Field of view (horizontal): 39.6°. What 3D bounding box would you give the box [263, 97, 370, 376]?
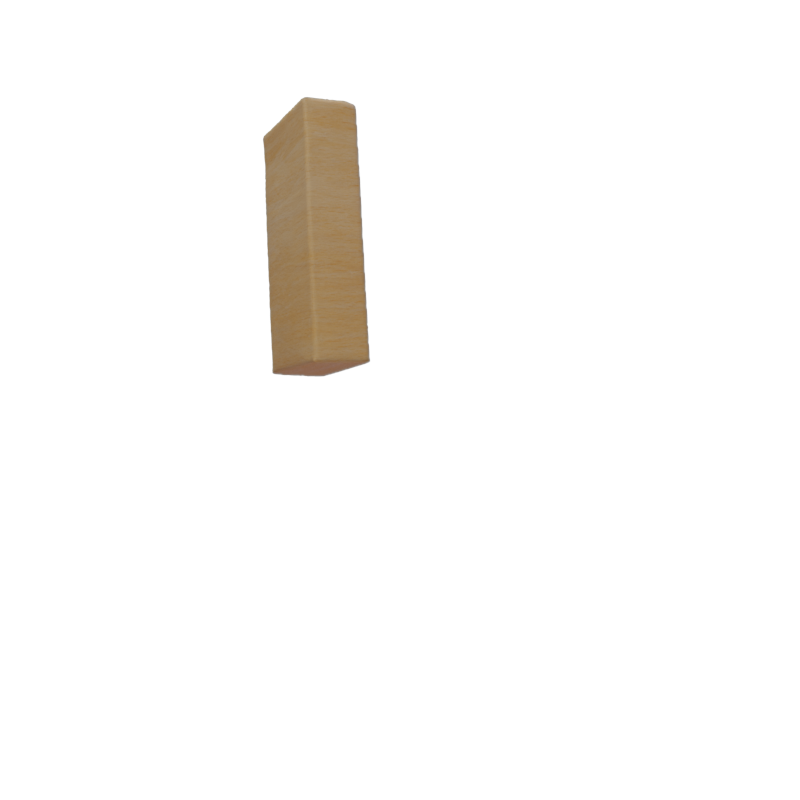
[{"bbox_3d":[-0.059,-0.108,0.756,0.047,0.181,0.094,4,-12,-23],"label":"box"}]
